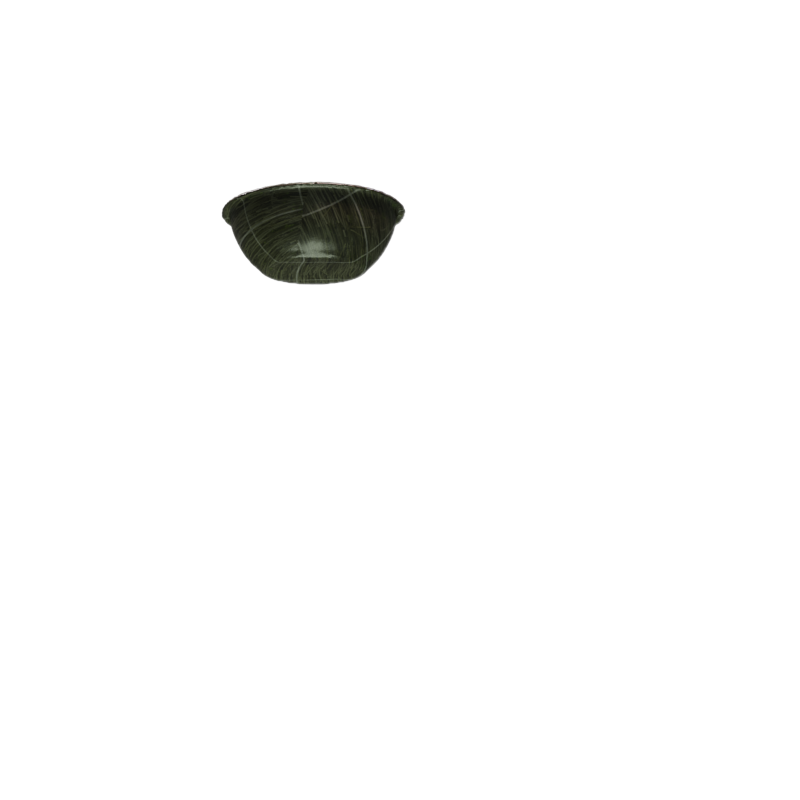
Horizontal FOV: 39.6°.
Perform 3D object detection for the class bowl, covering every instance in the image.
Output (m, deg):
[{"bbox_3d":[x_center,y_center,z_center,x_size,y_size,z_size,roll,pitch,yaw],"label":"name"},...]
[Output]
[{"bbox_3d":[-0.076,-0.139,0.971,0.162,0.057,0.157,0,-10,-2],"label":"bowl"}]
